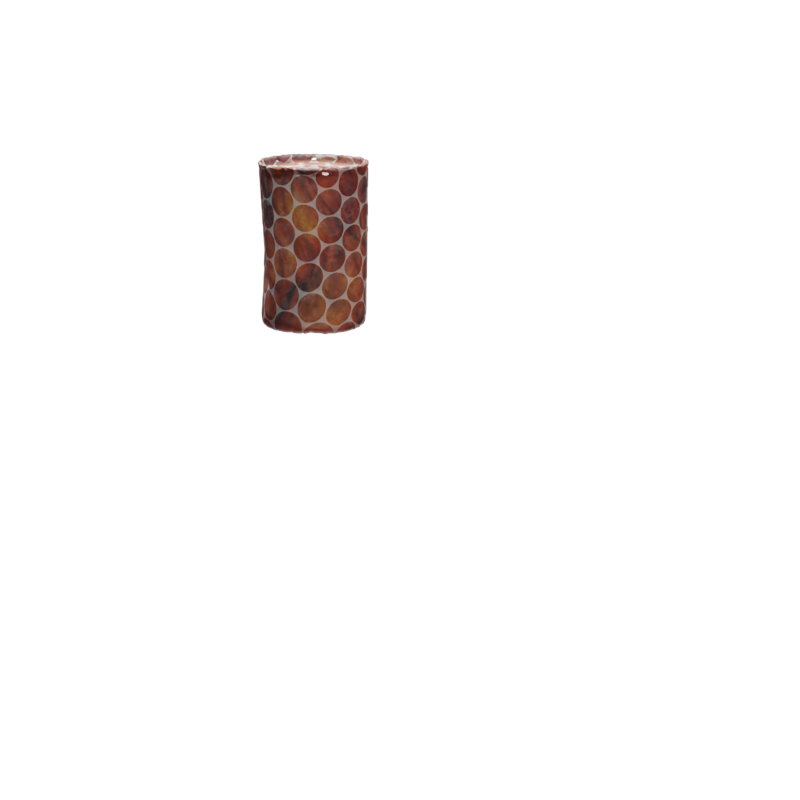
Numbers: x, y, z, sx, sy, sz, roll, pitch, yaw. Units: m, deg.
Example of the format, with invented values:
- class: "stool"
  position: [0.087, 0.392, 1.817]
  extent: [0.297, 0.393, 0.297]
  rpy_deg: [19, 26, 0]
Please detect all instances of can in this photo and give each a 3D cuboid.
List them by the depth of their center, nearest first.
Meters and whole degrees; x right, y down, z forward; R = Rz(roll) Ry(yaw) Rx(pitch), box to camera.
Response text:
- class: "can"
  position: [-0.054, -0.098, 0.688]
  extent: [0.068, 0.099, 0.071]
  rpy_deg: [0, 14, -2]
